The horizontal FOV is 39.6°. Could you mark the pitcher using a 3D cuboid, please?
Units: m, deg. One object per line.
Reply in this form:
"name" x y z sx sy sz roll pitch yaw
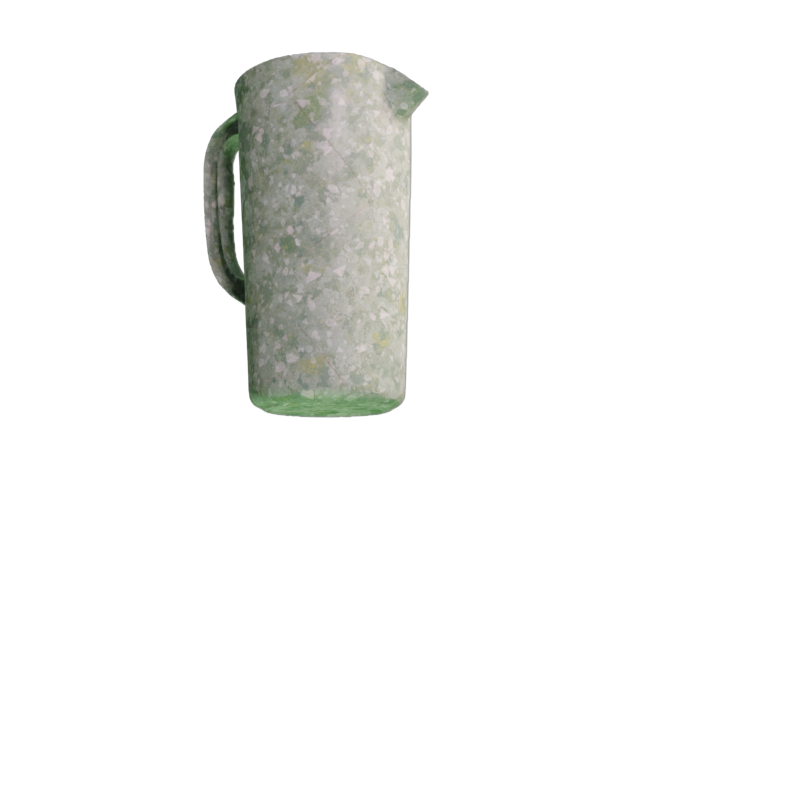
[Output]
"pitcher" -0.062 -0.113 0.794 0.142 0.251 0.147 3 -13 -15
